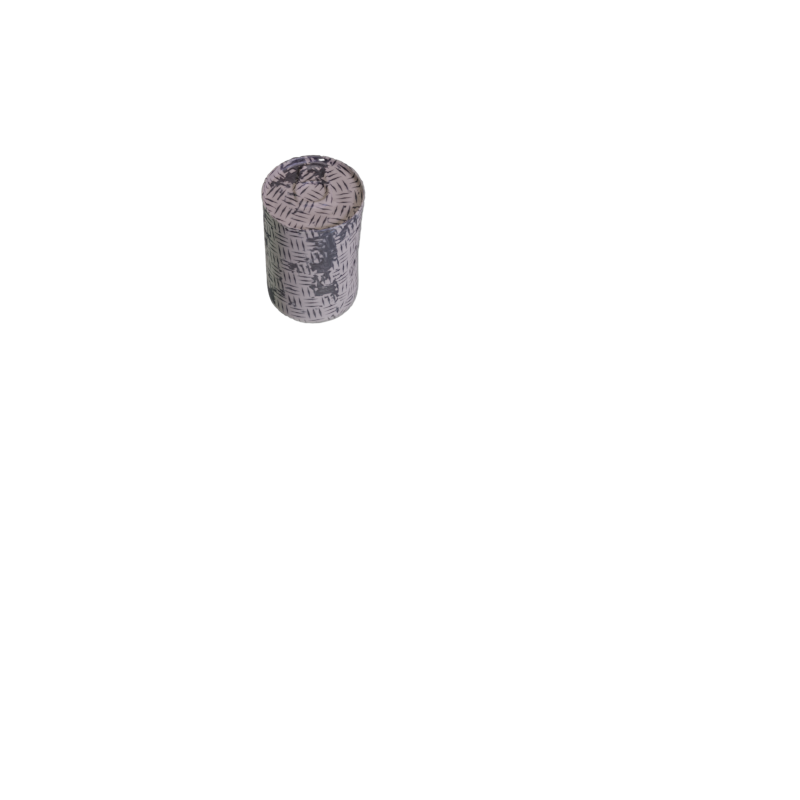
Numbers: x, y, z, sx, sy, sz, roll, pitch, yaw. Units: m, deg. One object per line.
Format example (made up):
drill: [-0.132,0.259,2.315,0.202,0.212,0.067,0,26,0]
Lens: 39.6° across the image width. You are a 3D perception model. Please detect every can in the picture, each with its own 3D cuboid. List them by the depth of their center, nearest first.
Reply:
can: [-0.059,-0.108,0.759,0.068,0.073,0.095,0,-36,-3]
